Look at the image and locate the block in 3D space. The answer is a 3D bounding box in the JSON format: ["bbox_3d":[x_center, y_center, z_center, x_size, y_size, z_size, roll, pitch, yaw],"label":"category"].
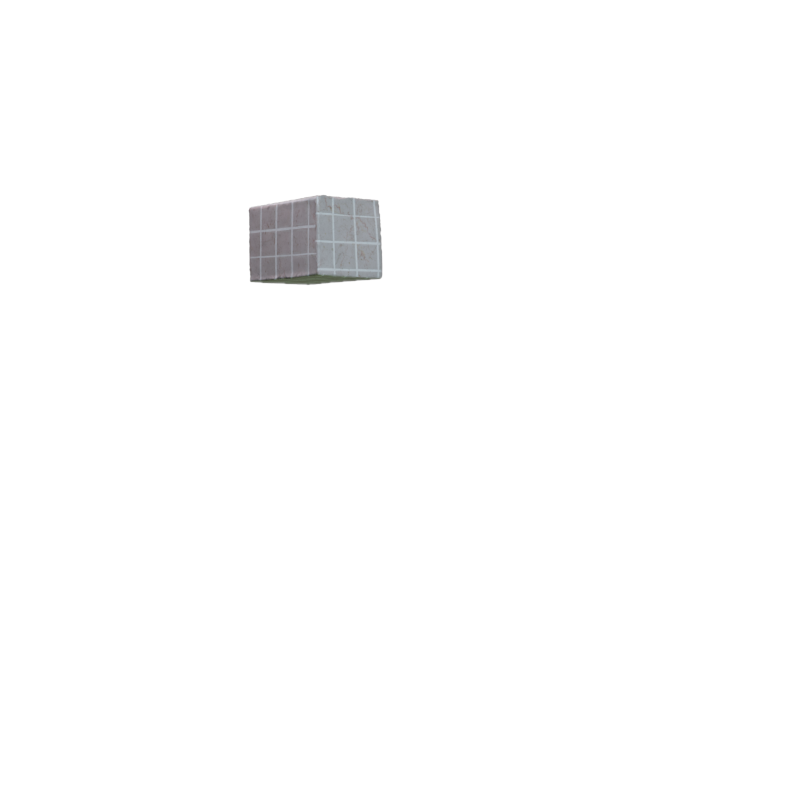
[{"bbox_3d":[-0.056,-0.103,0.719,0.051,0.052,0.081,1,-1,-41],"label":"block"}]
